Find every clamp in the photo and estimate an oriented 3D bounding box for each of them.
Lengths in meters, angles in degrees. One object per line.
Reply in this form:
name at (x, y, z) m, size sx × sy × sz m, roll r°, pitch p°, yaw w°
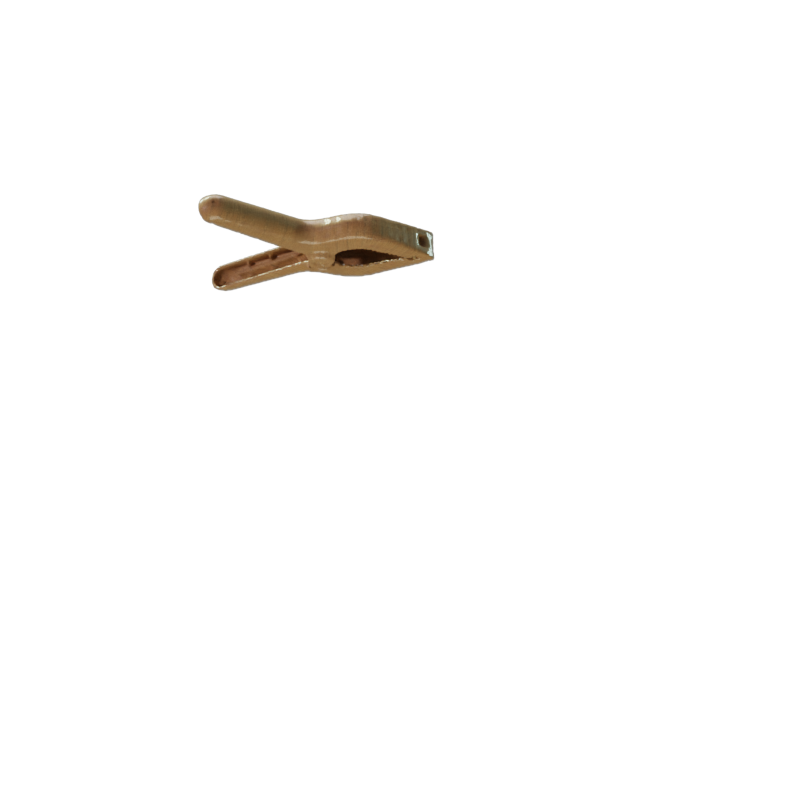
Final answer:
clamp at (-0.076, -0.139, 0.975) m, size 0.211 × 0.038 × 0.156 m, roll -1°, pitch -17°, yaw 5°
